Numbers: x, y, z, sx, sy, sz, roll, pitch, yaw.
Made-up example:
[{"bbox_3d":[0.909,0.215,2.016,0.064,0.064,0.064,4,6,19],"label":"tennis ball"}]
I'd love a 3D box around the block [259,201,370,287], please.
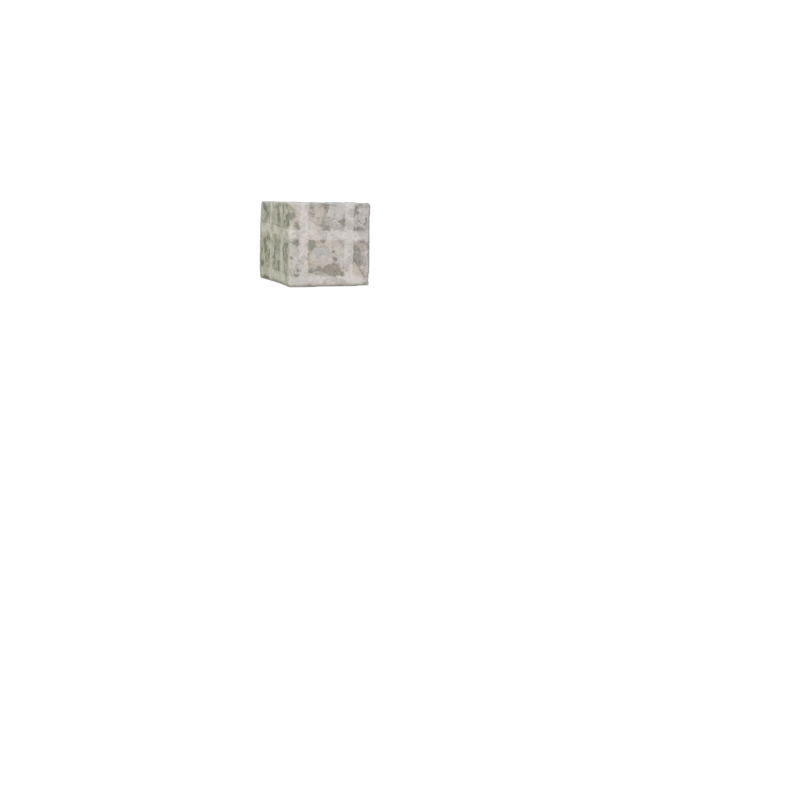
[{"bbox_3d":[-0.055,-0.100,0.700,0.052,0.051,0.081,-2,8,-19],"label":"block"}]
